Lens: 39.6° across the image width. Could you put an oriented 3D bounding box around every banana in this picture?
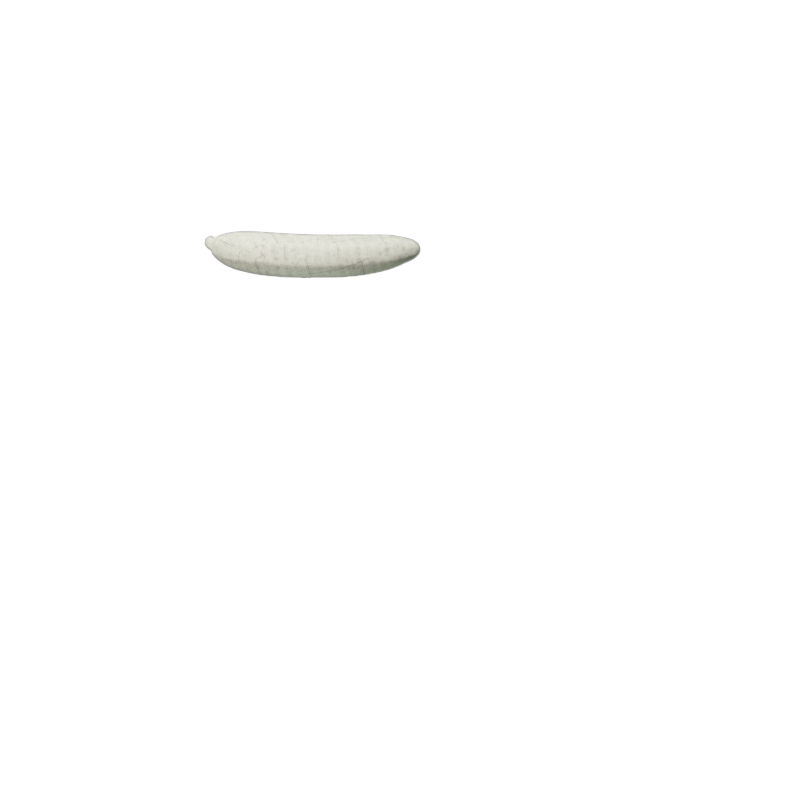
[{"bbox_3d":[-0.083,-0.132,0.974,0.200,0.035,0.073,4,29,8],"label":"banana"}]
